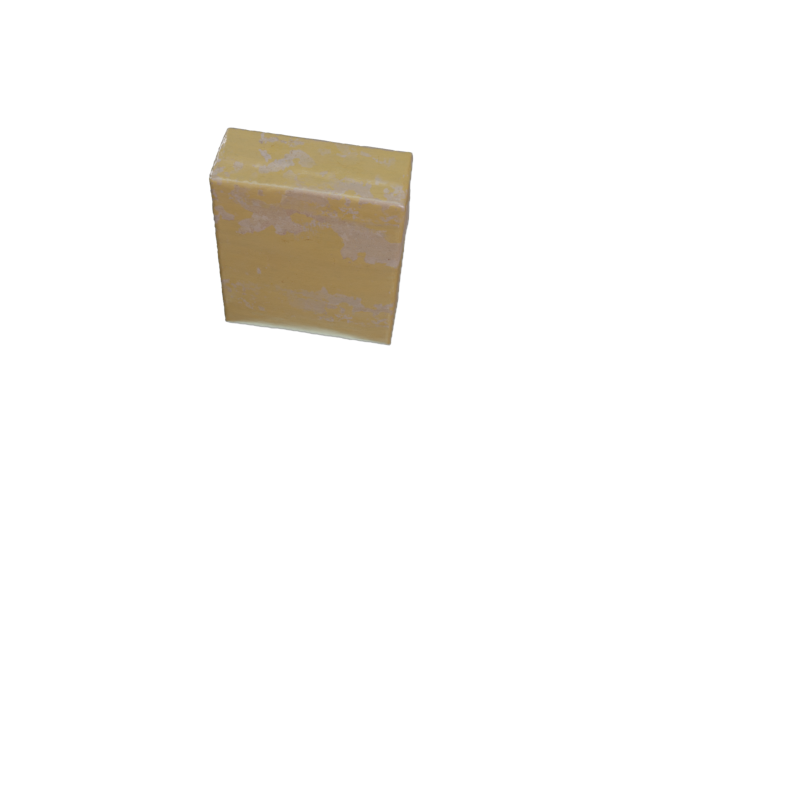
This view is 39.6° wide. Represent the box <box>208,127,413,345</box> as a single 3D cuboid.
[{"bbox_3d":[-0.078,-0.142,0.996,0.165,0.076,0.200,10,-33,4],"label":"box"}]
